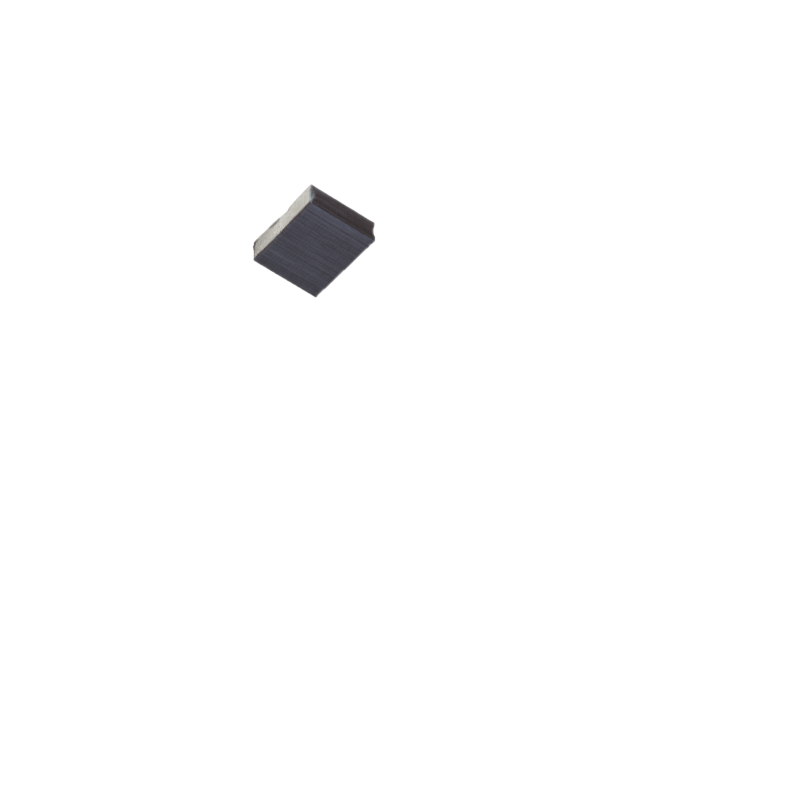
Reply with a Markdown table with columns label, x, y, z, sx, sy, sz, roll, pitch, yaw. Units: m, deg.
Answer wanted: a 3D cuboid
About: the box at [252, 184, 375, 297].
| label | x | y | z | sx | sy | sz | roll | pitch | yaw |
| --- | --- | --- | --- | --- | --- | --- | --- | --- | --- |
| box | -0.078 | -0.142 | 0.995 | 0.069 | 0.032 | 0.088 | 30 | -53 | -27 |
